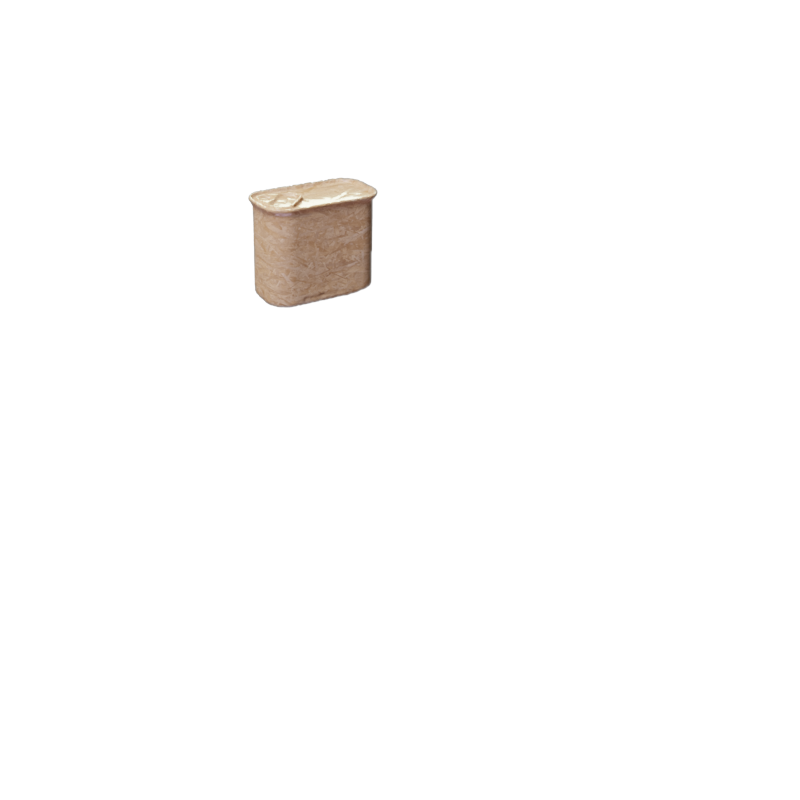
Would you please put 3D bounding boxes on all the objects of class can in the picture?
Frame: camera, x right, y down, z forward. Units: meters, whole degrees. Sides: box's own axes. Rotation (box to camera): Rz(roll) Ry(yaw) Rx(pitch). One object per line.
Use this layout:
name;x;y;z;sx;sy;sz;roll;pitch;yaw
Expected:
can;-0.071;-0.129;0.902;0.100;0.080;0.061;-14;27;-28
